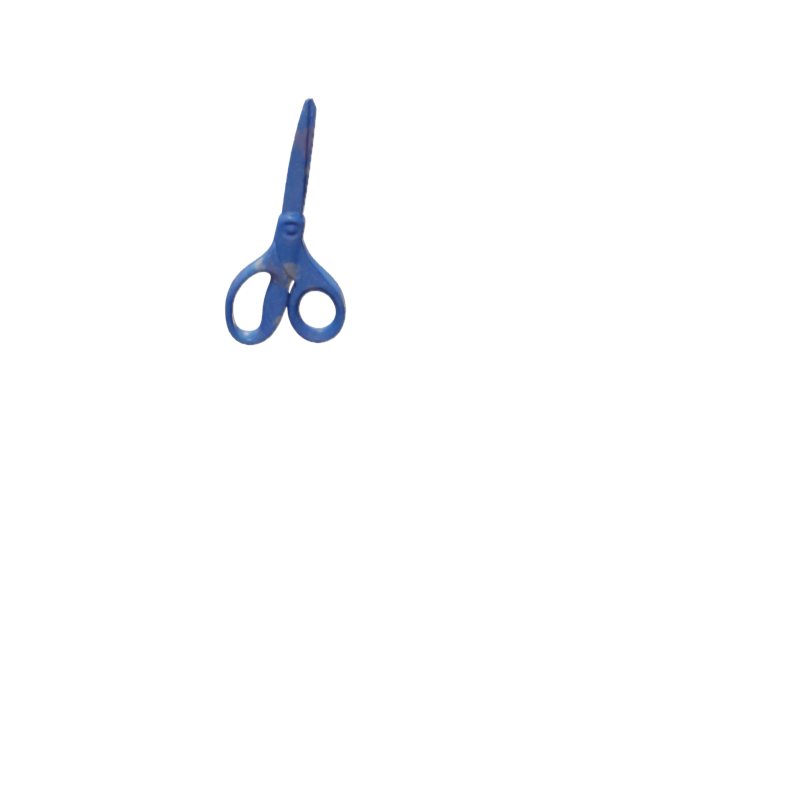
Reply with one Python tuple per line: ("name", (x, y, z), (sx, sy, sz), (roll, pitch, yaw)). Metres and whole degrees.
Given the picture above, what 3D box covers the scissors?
("scissors", (-0.060, -0.110, 0.770), (0.093, 0.194, 0.017), (21, 34, -15))
